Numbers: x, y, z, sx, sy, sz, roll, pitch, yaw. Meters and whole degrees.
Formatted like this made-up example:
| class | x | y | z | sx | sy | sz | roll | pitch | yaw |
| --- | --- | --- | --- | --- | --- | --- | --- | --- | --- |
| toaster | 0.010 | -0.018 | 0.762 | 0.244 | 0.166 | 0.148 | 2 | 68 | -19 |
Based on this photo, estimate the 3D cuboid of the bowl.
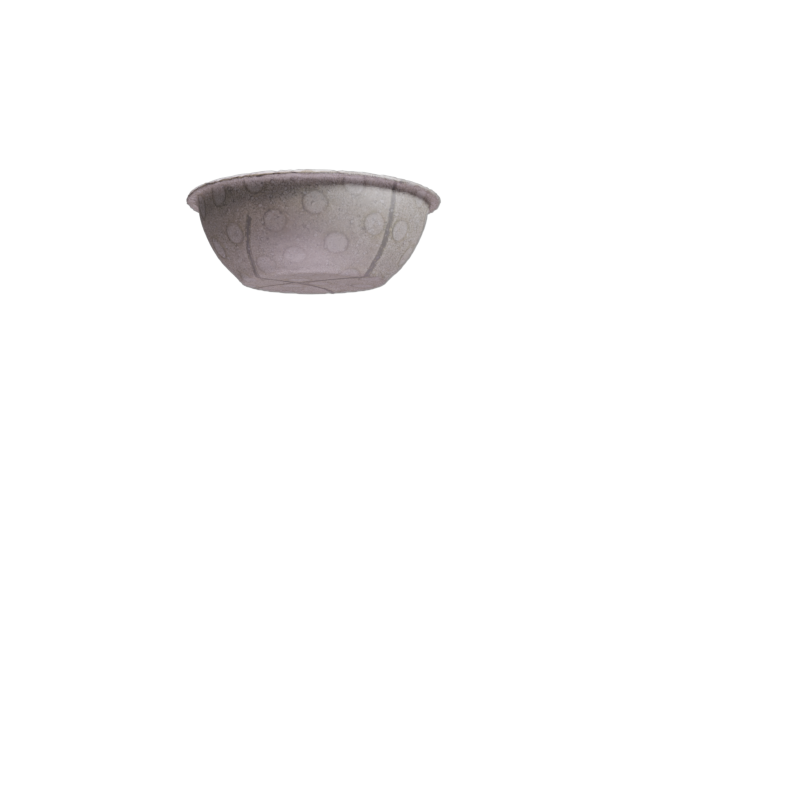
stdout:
| class | x | y | z | sx | sy | sz | roll | pitch | yaw |
| --- | --- | --- | --- | --- | --- | --- | --- | --- | --- |
| bowl | -0.055 | -0.100 | 0.703 | 0.162 | 0.056 | 0.159 | 0 | -4 | -2 |
